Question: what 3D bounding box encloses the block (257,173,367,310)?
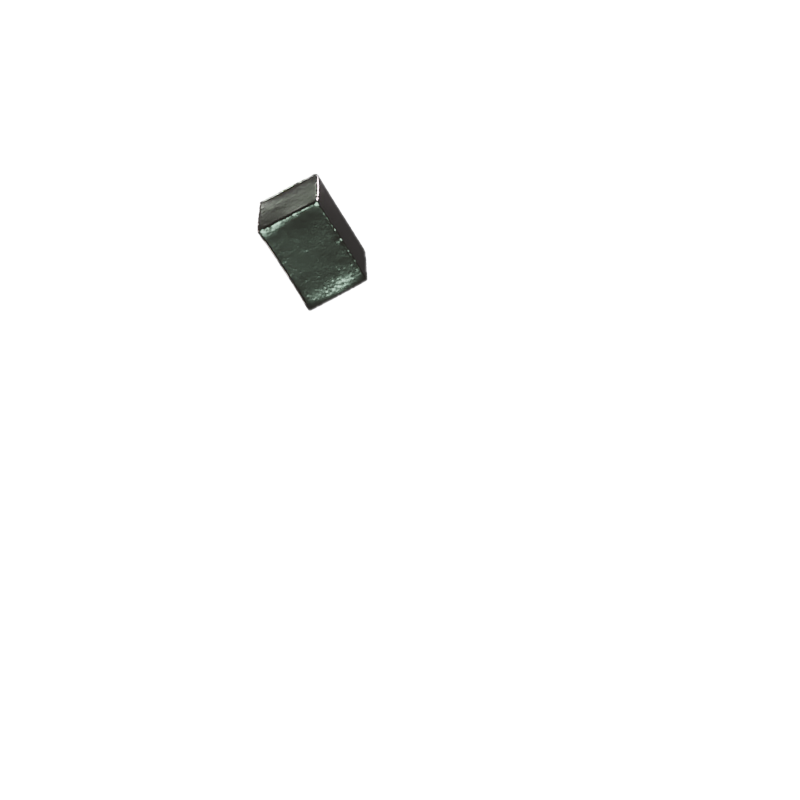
[{"bbox_3d":[-0.065,-0.119,0.833,0.053,0.073,0.054,-26,26,12],"label":"block"}]
